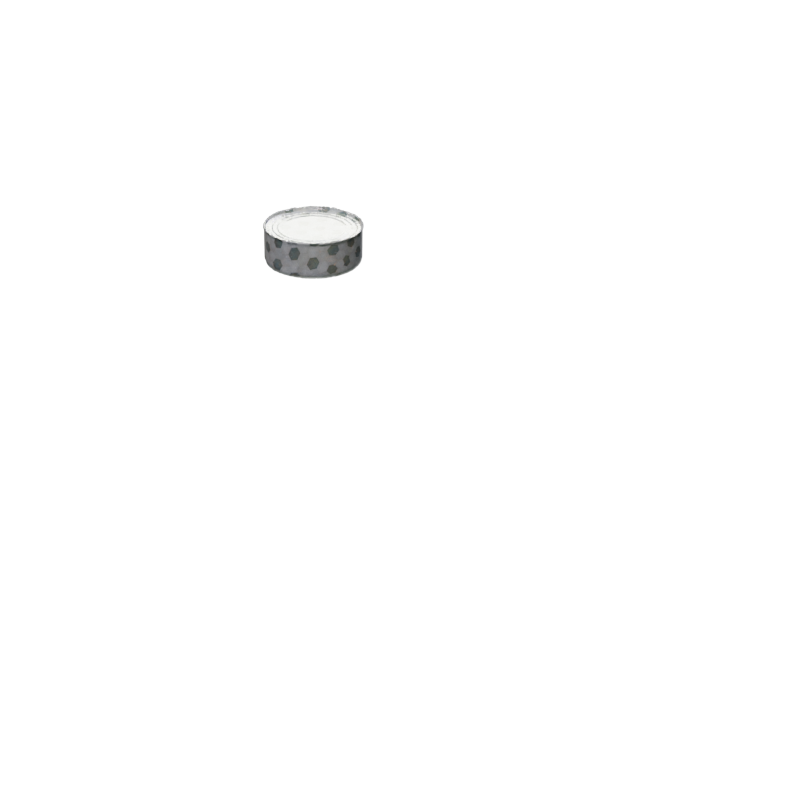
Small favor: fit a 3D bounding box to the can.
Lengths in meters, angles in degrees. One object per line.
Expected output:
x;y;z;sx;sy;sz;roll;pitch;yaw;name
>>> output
-0.074;-0.136;0.951;0.086;0.032;0.091;-1;29;-2;can
